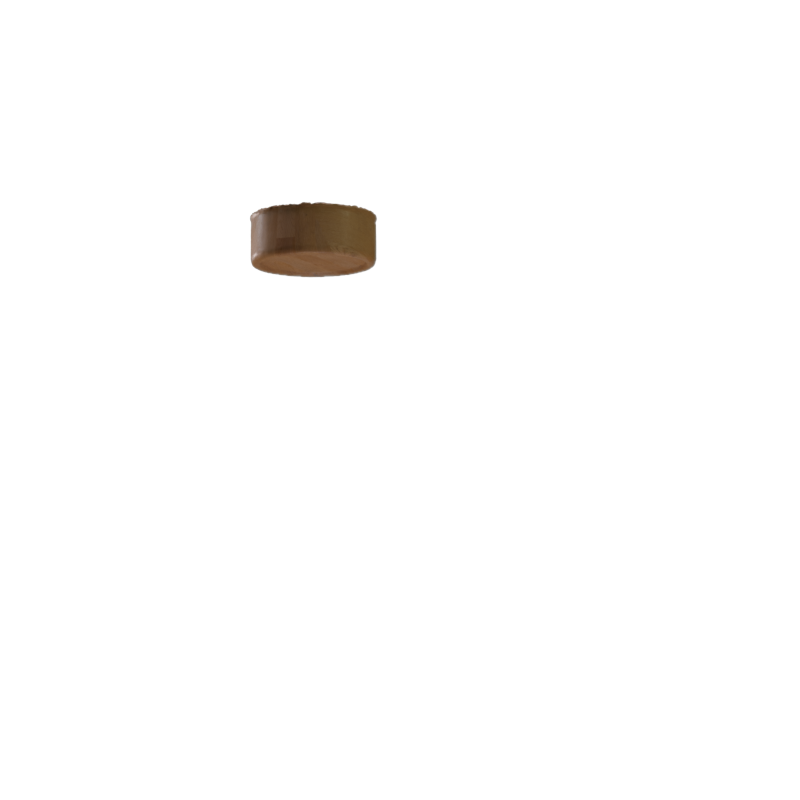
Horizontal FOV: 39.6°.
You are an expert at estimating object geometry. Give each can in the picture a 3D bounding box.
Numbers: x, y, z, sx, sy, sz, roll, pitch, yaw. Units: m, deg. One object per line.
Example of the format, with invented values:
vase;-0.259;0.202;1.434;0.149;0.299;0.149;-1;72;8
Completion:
can;-0.058;-0.106;0.746;0.086;0.034;0.084;0;-6;-2
